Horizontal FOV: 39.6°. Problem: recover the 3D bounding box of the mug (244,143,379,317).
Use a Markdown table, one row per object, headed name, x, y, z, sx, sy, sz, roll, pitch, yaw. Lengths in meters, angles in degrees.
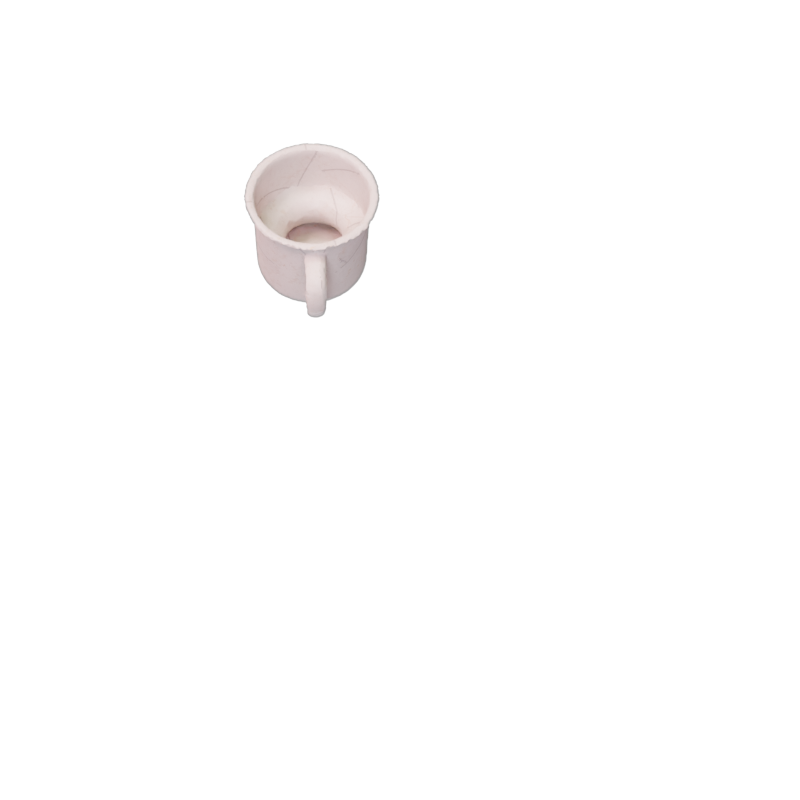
| name | x | y | z | sx | sy | sz | roll | pitch | yaw |
| --- | --- | --- | --- | --- | --- | --- | --- | --- | --- |
| mug | -0.062 | -0.113 | 0.791 | 0.093 | 0.126 | 0.076 | -5 | -32 | -5 |
